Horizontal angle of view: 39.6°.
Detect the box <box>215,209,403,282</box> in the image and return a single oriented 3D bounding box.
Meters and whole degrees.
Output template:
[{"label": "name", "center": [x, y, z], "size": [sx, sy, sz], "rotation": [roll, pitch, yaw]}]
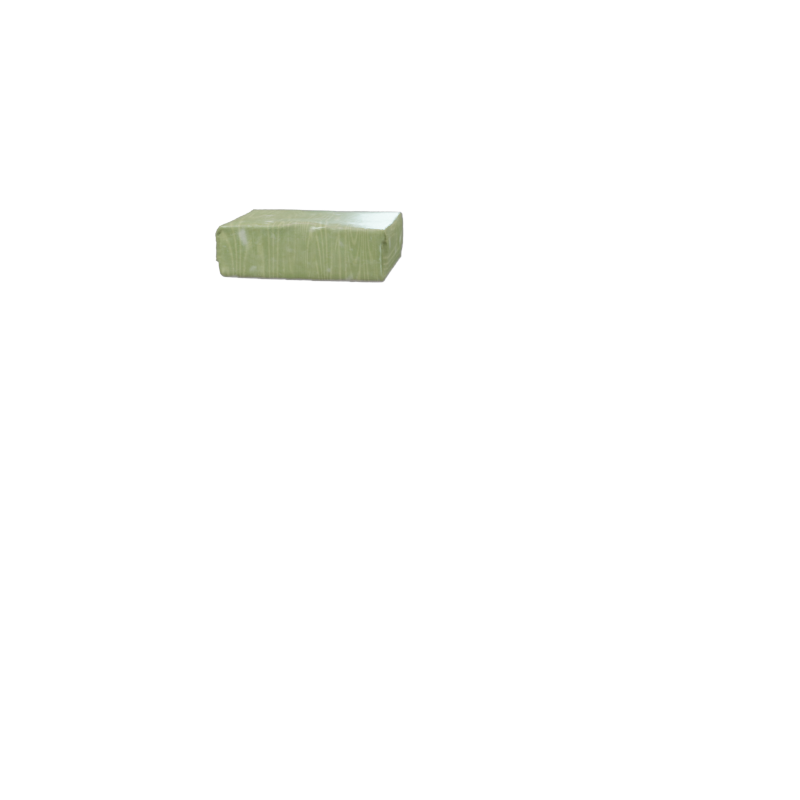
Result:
[{"label": "box", "center": [-0.047, -0.085, 0.594], "size": [0.091, 0.029, 0.074], "rotation": [3, 16, 9]}]
